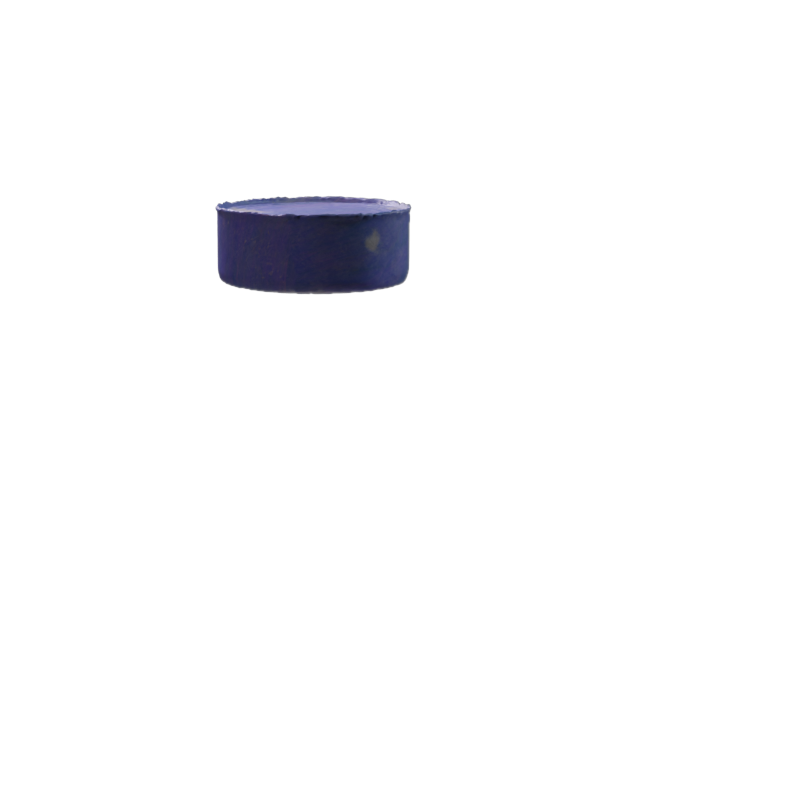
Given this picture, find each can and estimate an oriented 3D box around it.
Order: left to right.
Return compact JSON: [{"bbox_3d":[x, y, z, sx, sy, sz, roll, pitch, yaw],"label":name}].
[{"bbox_3d":[-0.038,-0.070,0.489,0.086,0.033,0.088,0,14,-2],"label":"can"}]
